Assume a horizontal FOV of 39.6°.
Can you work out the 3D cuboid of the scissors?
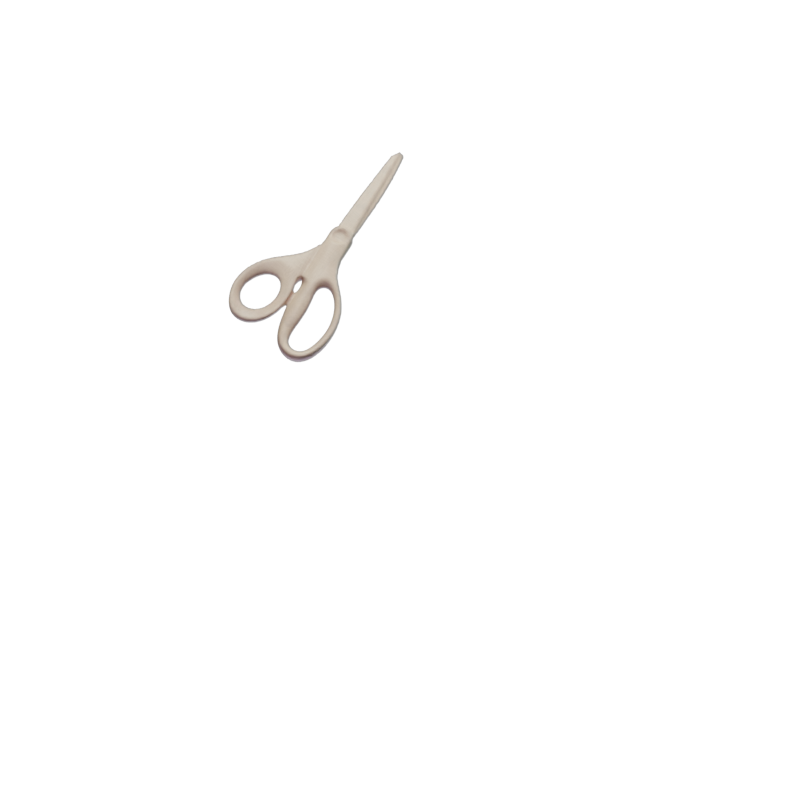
[{"bbox_3d":[-0.068,-0.124,0.872,0.097,0.211,0.015,13,-28,7],"label":"scissors"}]
